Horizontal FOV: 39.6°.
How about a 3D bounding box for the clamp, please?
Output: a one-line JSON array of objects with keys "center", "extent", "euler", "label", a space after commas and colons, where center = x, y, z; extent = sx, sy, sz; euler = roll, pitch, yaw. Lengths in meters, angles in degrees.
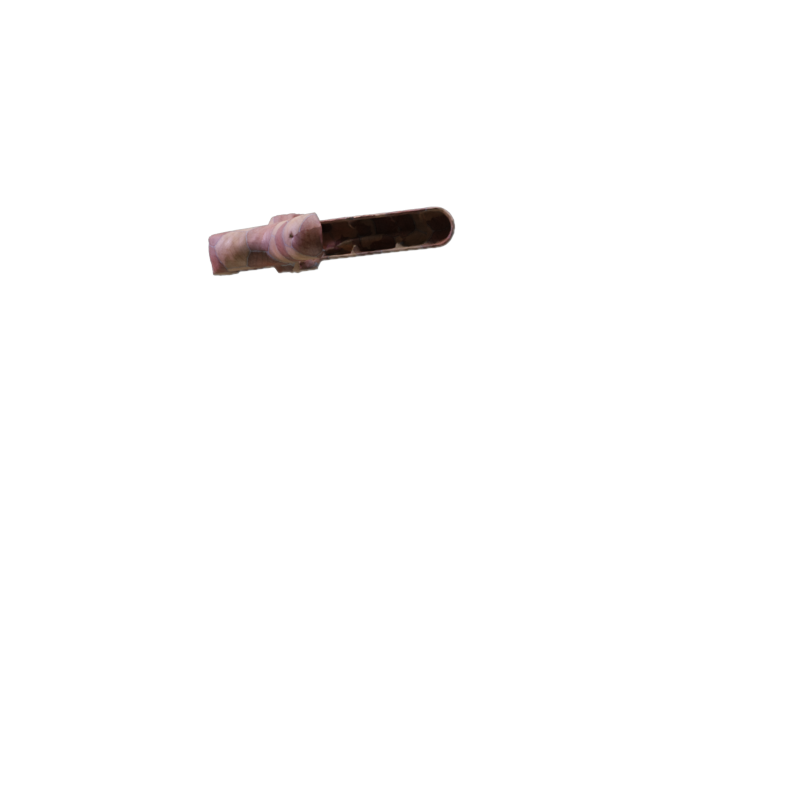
[{"center": [-0.054, -0.098, 0.684], "extent": [0.116, 0.039, 0.178], "euler": [-3, 5, -35], "label": "clamp"}]
